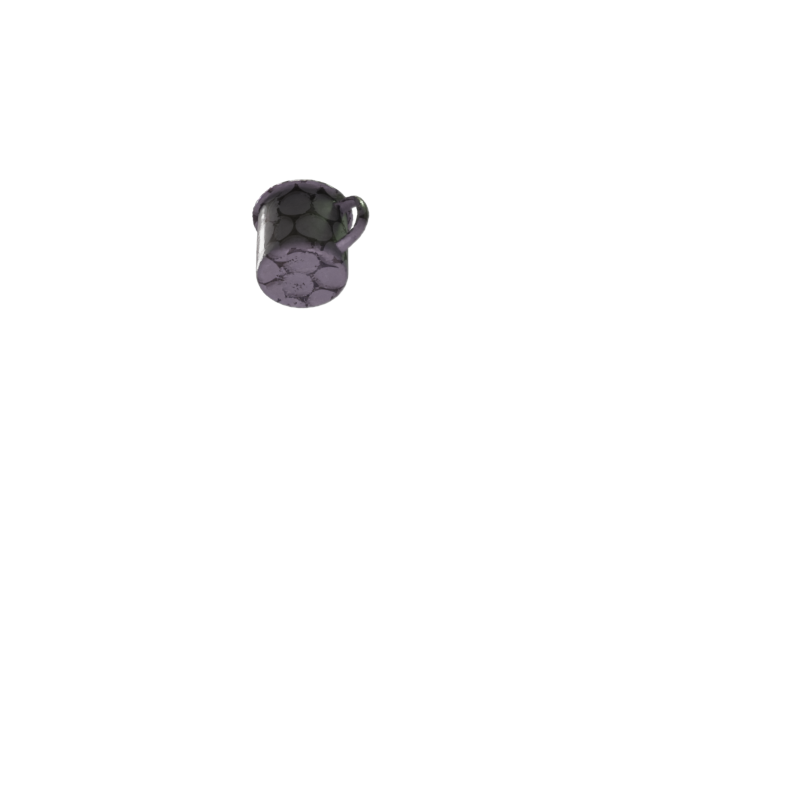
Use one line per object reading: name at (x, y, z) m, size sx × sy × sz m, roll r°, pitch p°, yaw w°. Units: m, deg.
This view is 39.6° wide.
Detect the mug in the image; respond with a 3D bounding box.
mug at (-0.077, -0.141, 0.987) m, size 0.117 × 0.087 × 0.086 m, roll -24°, pitch -46°, yaw 23°
